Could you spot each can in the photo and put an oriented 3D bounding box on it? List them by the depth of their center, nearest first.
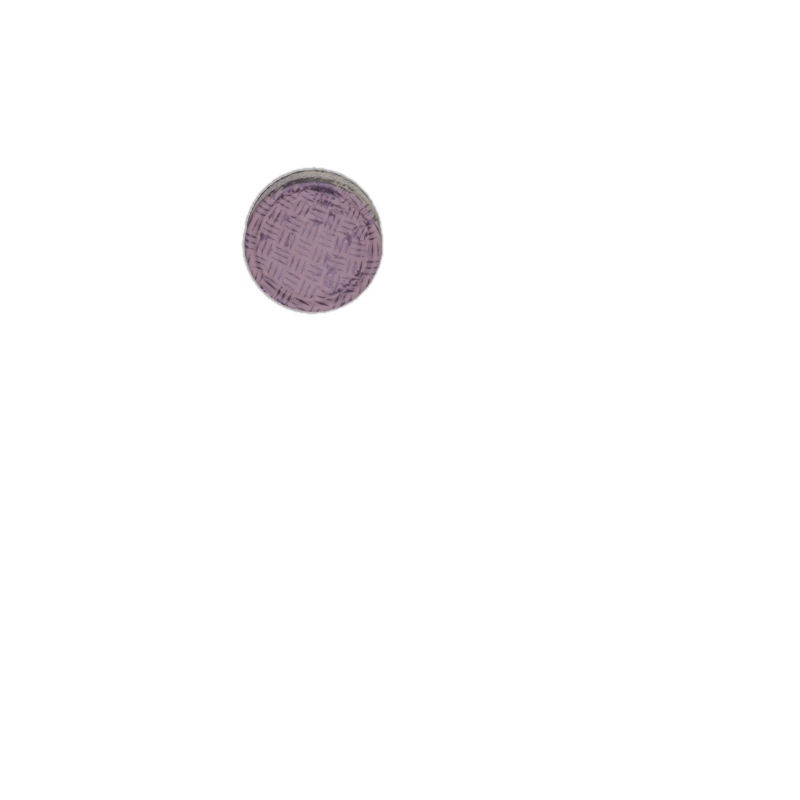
[{"bbox_3d":[-0.054,-0.098,0.684,0.086,0.083,0.035,0,14,-1],"label":"can"}]
